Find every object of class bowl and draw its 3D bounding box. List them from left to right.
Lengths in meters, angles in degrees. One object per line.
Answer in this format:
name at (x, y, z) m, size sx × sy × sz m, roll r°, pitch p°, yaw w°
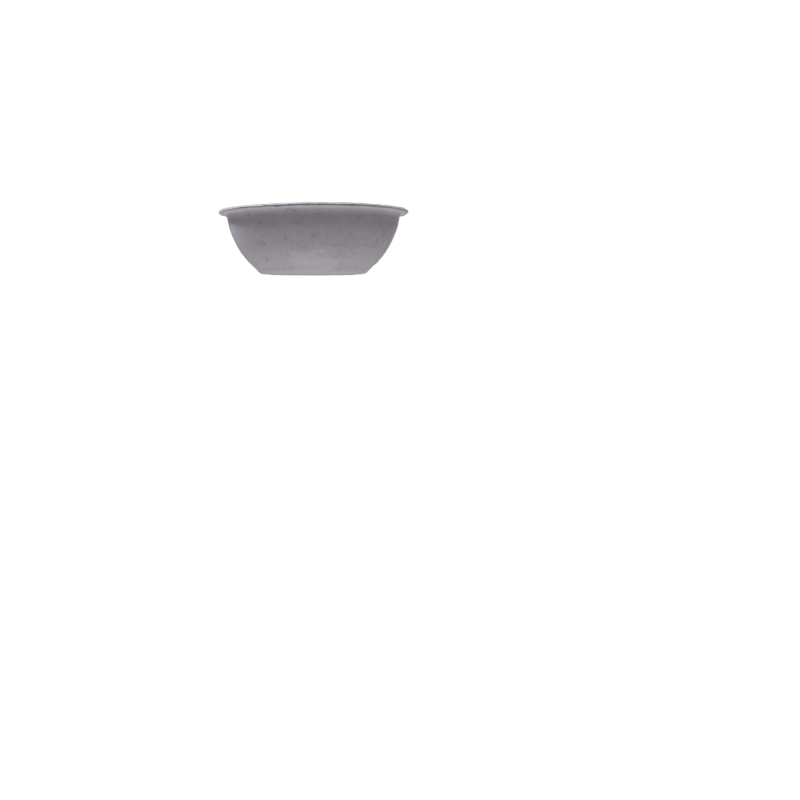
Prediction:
bowl at (-0.074, -0.135, 0.944) m, size 0.162 × 0.055 × 0.162 m, roll 0°, pitch 4°, yaw -2°
